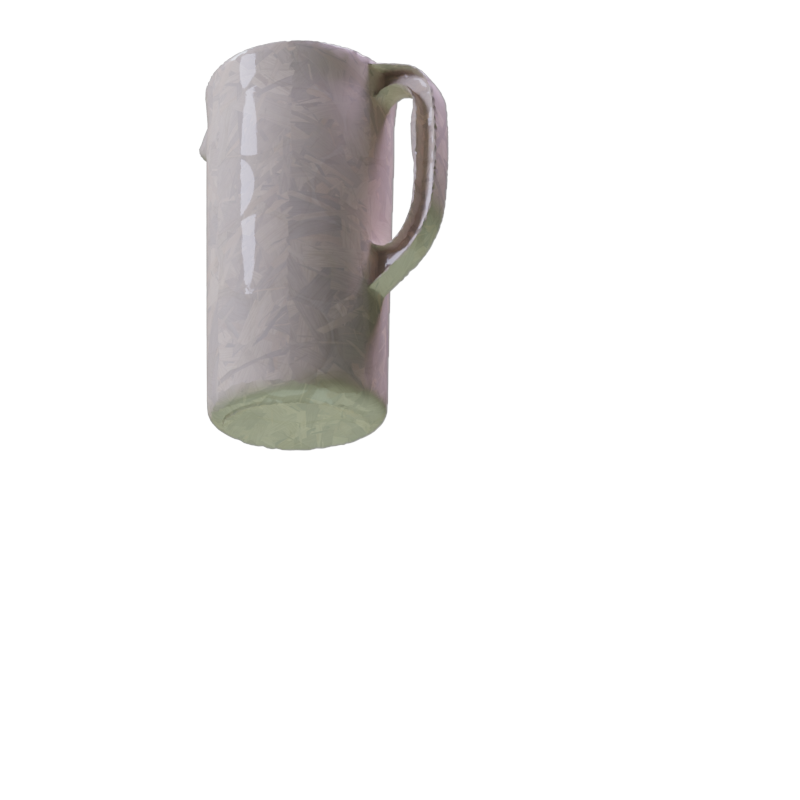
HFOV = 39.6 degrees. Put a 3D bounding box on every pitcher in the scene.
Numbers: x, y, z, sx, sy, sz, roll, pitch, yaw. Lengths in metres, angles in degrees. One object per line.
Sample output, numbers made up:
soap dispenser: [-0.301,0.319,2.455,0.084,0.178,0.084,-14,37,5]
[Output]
pitcher: [-0.055,-0.101,0.706,0.142,0.257,0.144,5,-26,-15]
